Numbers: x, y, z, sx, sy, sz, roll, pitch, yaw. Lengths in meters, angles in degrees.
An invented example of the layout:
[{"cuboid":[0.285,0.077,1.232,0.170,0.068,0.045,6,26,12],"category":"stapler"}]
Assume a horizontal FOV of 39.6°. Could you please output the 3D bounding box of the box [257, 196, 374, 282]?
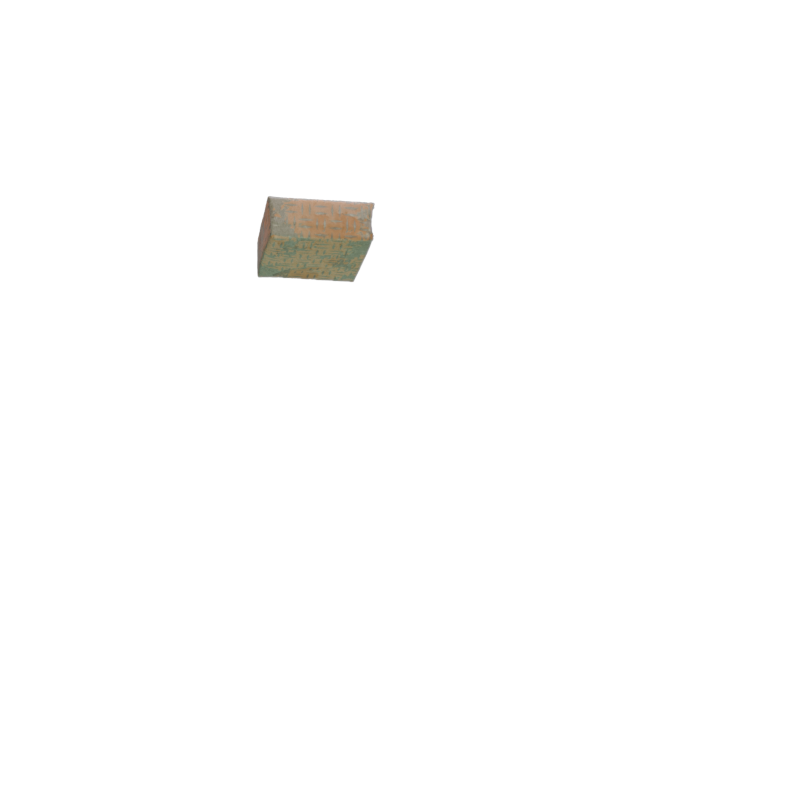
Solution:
[{"cuboid":[-0.075,-0.136,0.954,0.089,0.040,0.111,2,-12,-10],"category":"box"}]
